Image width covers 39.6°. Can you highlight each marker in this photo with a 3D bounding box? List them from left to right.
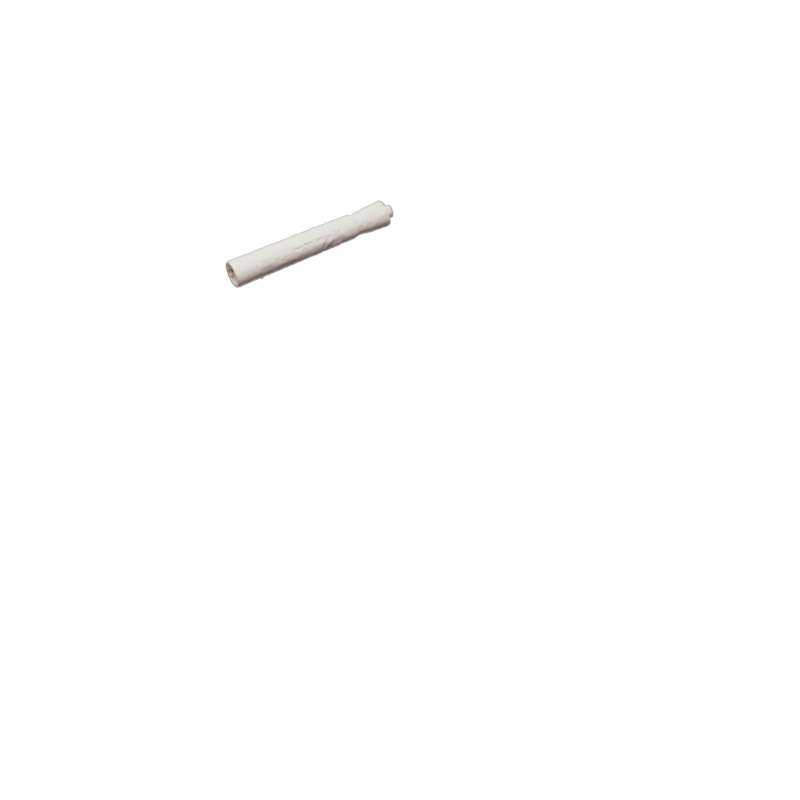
[{"bbox_3d":[-0.057,-0.105,0.732,0.120,0.019,0.020,-25,14,-20],"label":"marker"}]
